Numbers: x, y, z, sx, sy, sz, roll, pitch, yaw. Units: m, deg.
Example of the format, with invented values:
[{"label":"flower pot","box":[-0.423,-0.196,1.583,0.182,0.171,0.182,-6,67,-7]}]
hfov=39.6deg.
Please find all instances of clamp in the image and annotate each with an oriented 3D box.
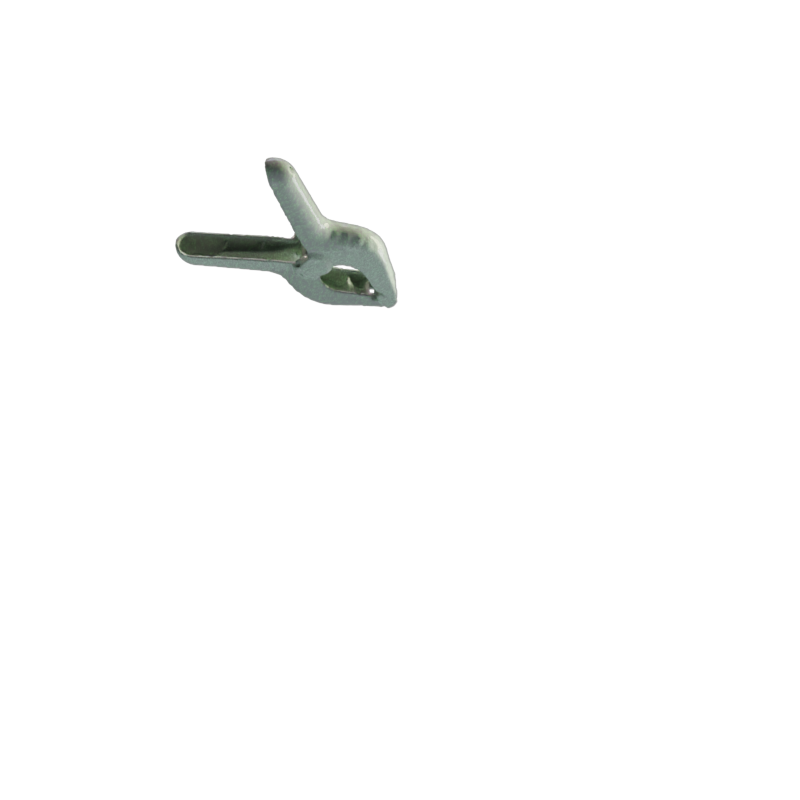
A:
[{"label":"clamp","box":[-0.063,-0.115,0.802,0.164,0.042,0.118,15,-31,-28]}]
